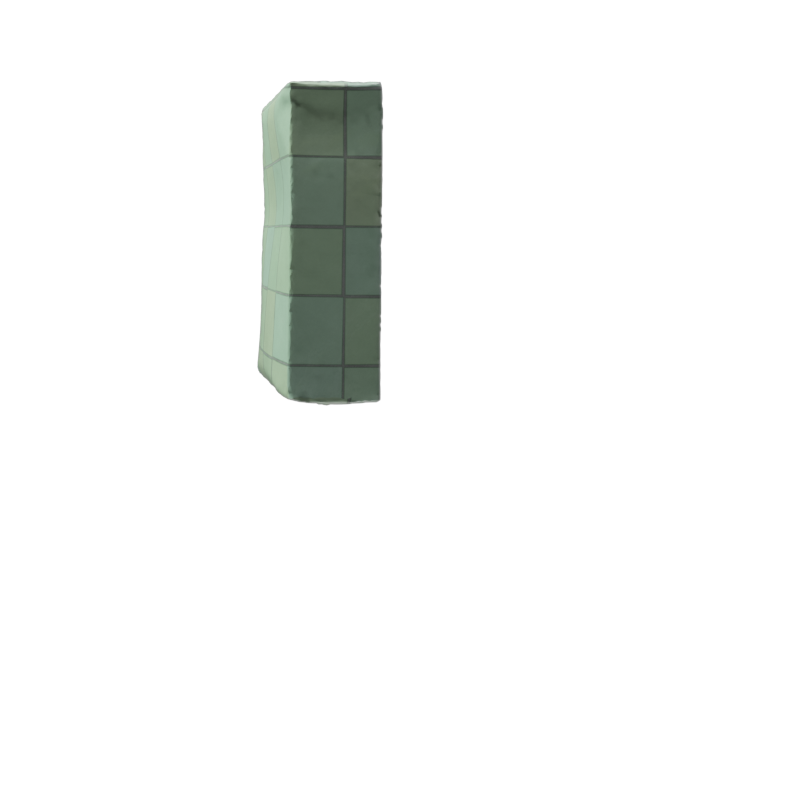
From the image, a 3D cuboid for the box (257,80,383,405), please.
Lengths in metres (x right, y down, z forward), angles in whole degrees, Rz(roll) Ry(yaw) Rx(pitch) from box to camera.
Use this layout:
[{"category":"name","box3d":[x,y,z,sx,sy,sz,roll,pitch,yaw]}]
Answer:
[{"category":"box","box3d":[-0.063,-0.114,0.801,0.071,0.213,0.168,0,4,-13]}]
